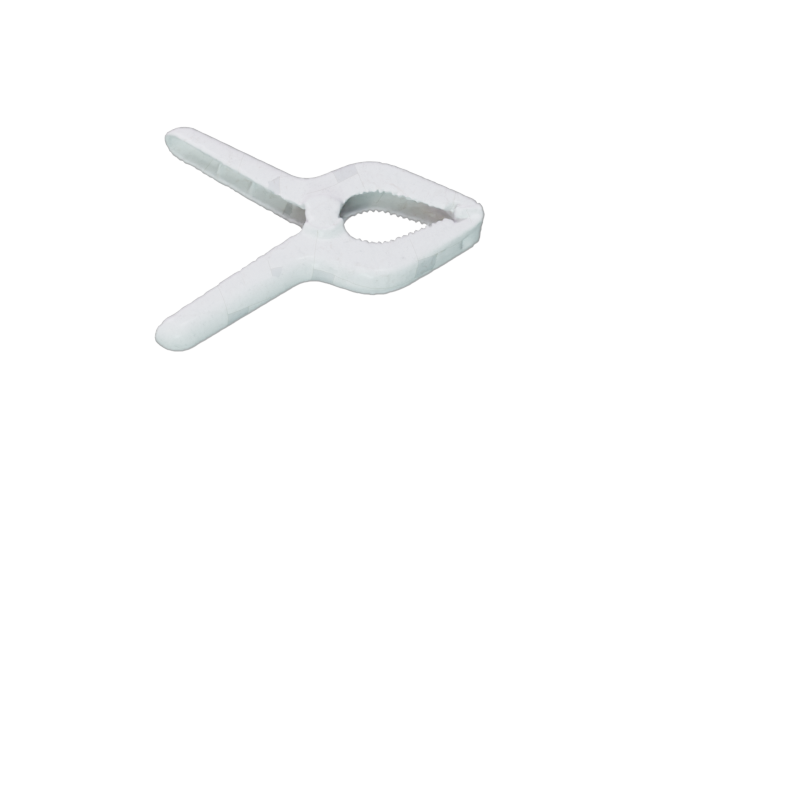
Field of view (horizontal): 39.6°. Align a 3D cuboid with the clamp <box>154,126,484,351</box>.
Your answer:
[{"bbox_3d":[-0.054,-0.099,0.691,0.211,0.175,0.034,3,-31,2],"label":"clamp"}]
